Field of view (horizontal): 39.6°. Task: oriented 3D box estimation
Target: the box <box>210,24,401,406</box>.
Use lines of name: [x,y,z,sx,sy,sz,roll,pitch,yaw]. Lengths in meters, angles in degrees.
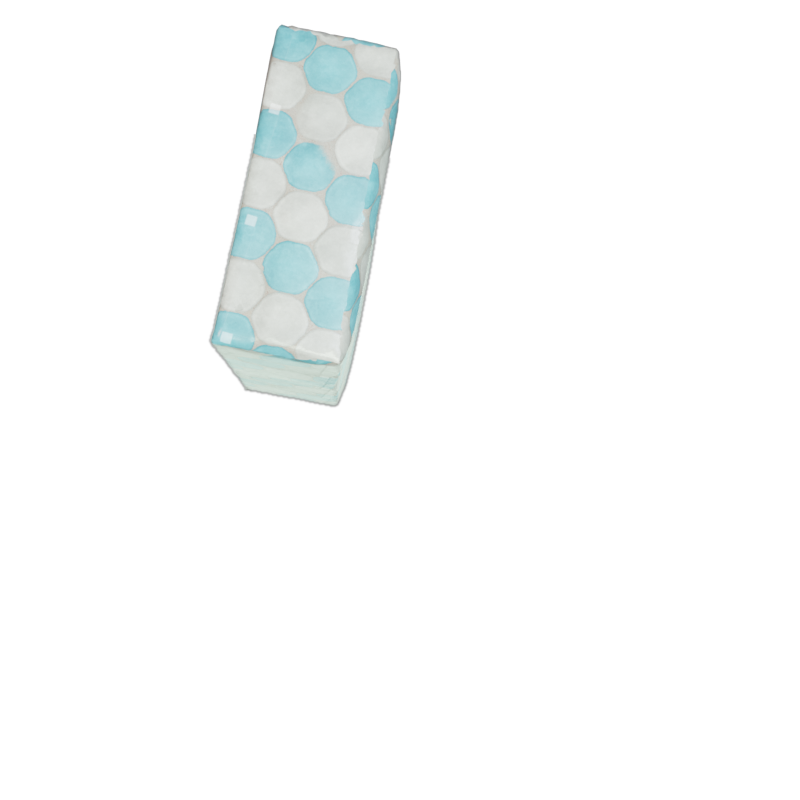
box: [-0.049,-0.090,0.629,0.072,0.168,0.209,10,-9,-3]
